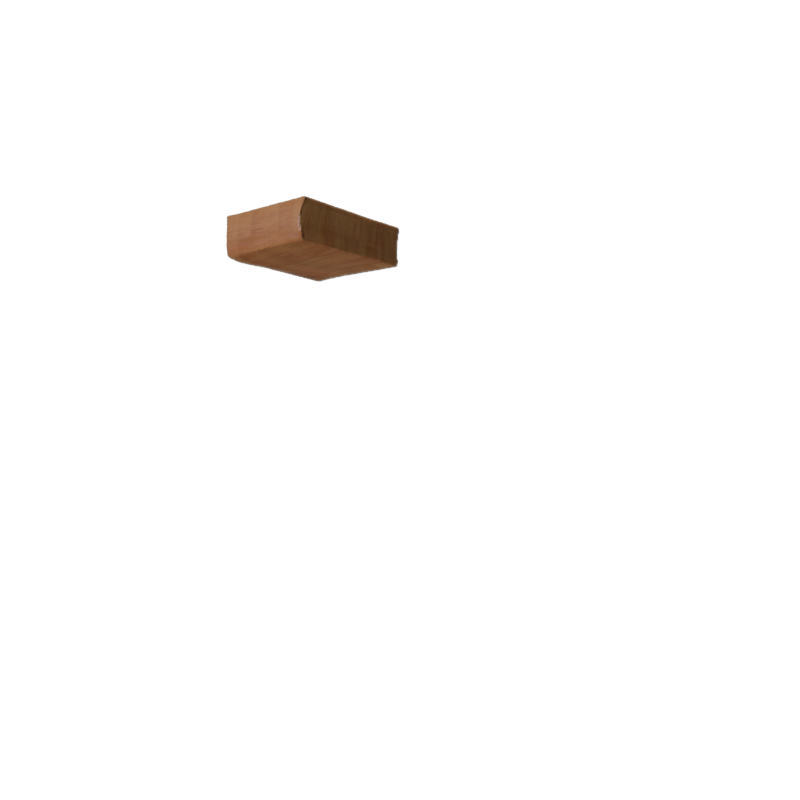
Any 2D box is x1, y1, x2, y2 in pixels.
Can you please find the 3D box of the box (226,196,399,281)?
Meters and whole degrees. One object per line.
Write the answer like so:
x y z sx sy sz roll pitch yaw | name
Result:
-0.070 -0.127 0.890 0.092 0.040 0.108 -7 -10 42 | box
